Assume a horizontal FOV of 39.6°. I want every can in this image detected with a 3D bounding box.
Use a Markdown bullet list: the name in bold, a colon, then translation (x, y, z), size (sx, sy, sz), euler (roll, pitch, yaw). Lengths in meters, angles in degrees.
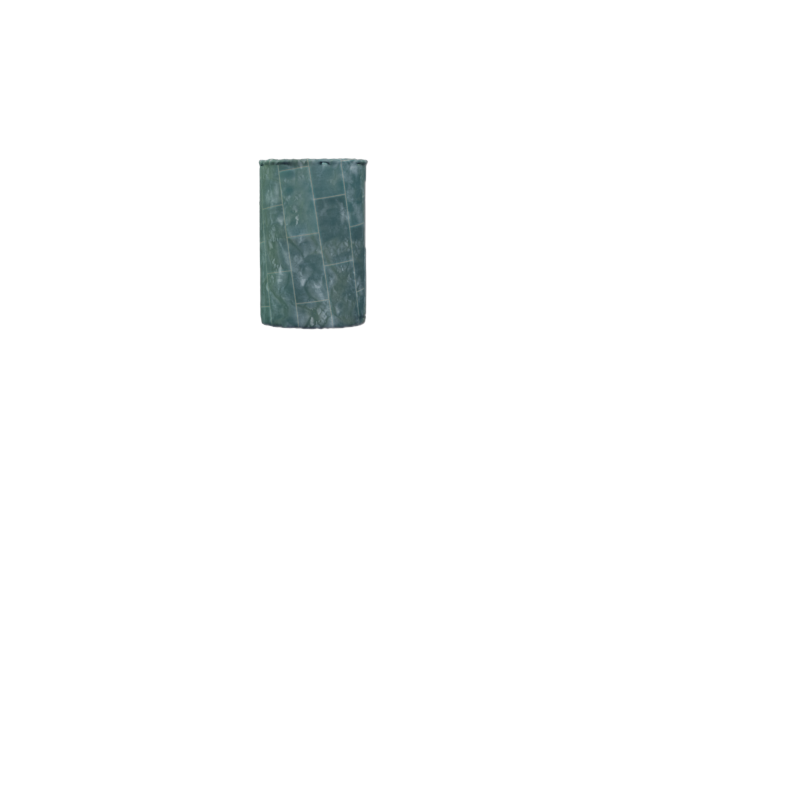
- **can**: translation (-0.054, -0.099, 0.691), size (0.068, 0.101, 0.069), euler (0, 5, -2)
